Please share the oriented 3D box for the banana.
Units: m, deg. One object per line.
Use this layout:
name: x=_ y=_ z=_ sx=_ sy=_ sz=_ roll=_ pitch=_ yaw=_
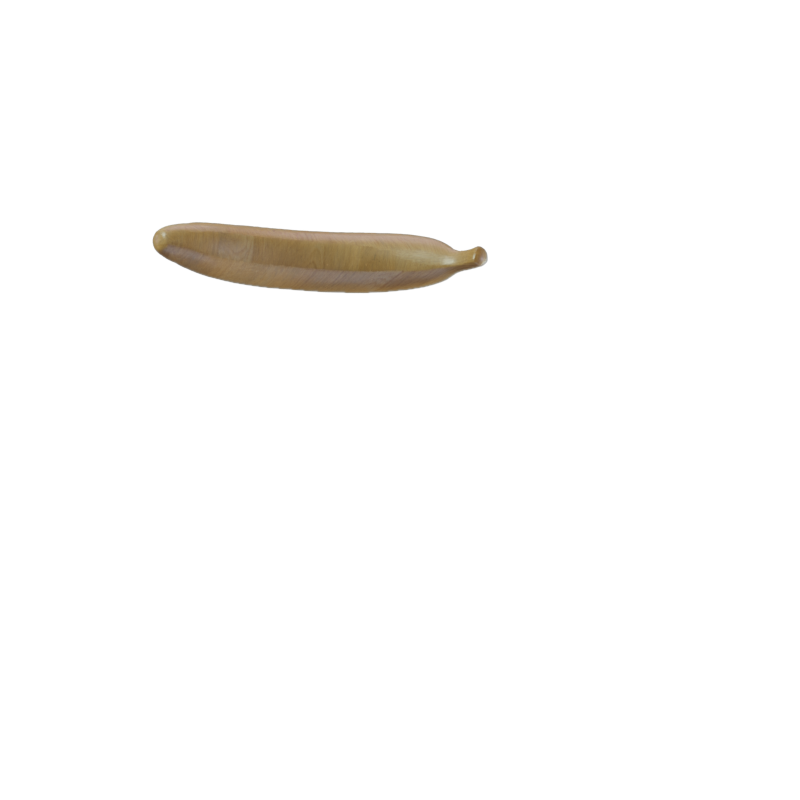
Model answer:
banana: x=-0.051 y=-0.090 z=0.683 sx=0.197 sy=0.038 sz=0.067 roll=1 pitch=-17 yaw=-3
